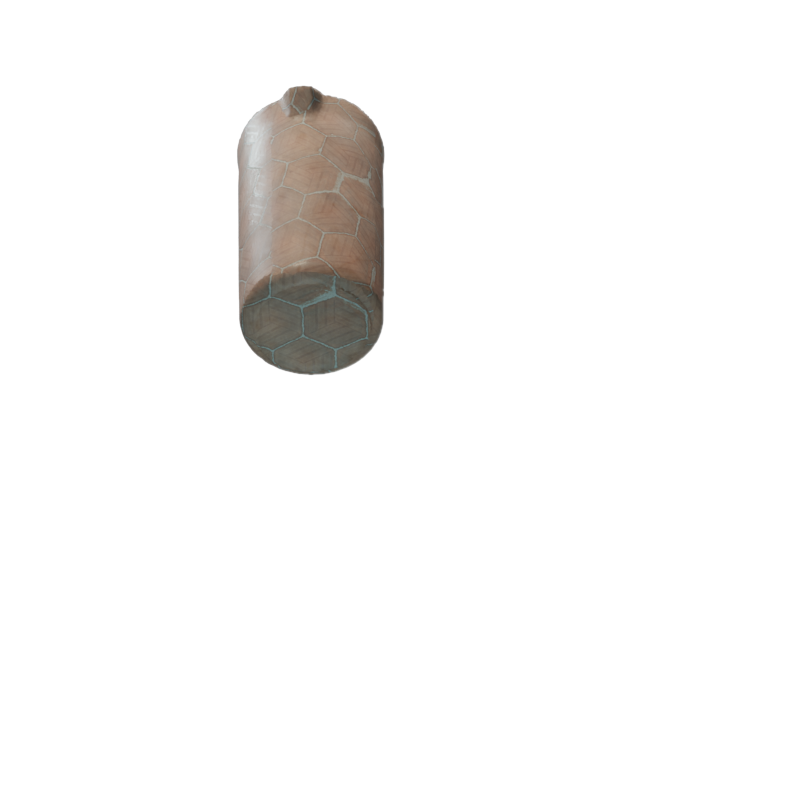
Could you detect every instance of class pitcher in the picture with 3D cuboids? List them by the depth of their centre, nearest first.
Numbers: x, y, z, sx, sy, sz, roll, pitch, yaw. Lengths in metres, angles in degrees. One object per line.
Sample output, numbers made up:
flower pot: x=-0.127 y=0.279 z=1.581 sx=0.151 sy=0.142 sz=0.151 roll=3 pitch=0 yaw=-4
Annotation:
pitcher: x=-0.072 y=-0.131 z=0.919 sx=0.141 sy=0.261 sz=0.143 roll=32 pitch=-57 yaw=-28
